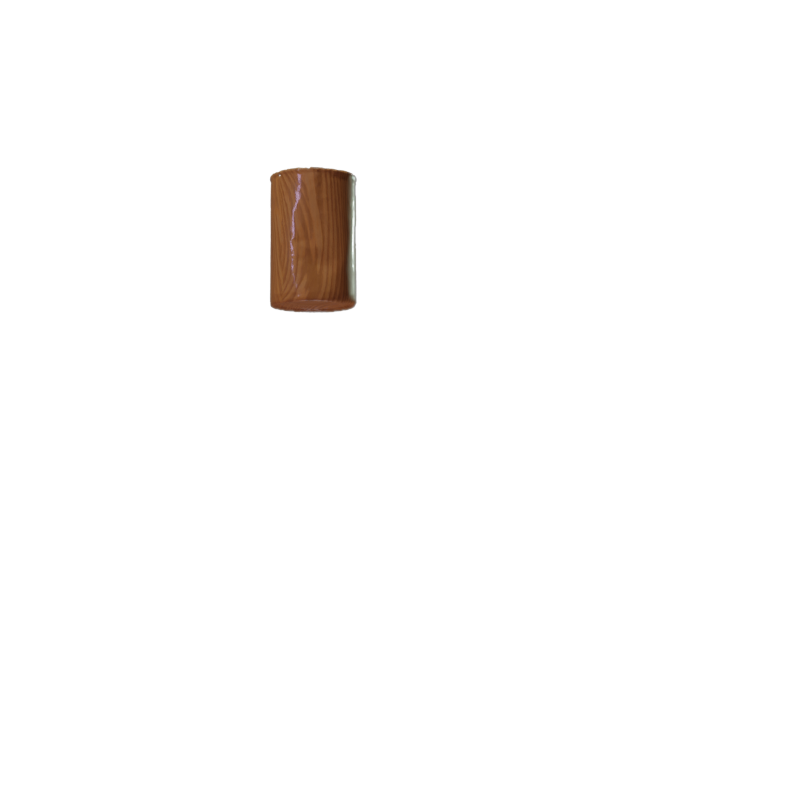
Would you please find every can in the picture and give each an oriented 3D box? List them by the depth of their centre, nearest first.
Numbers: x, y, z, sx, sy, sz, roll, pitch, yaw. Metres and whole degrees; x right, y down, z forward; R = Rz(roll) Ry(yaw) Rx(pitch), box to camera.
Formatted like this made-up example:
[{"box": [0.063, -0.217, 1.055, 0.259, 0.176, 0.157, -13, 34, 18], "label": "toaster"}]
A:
[{"box": [-0.067, -0.122, 0.857, 0.068, 0.105, 0.067, 0, -9, -2], "label": "can"}]
